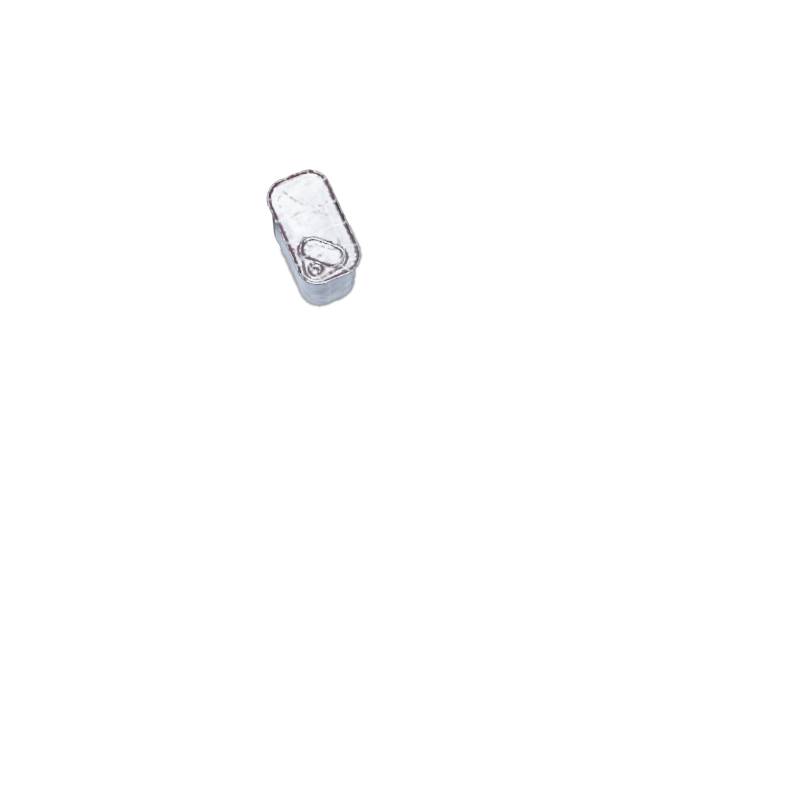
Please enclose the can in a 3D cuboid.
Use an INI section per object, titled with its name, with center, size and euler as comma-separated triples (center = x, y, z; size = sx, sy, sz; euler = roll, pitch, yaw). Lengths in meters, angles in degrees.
[can]
center = -0.077, -0.140, 0.984
size = 0.057, 0.106, 0.081
euler = -23, -14, -8
